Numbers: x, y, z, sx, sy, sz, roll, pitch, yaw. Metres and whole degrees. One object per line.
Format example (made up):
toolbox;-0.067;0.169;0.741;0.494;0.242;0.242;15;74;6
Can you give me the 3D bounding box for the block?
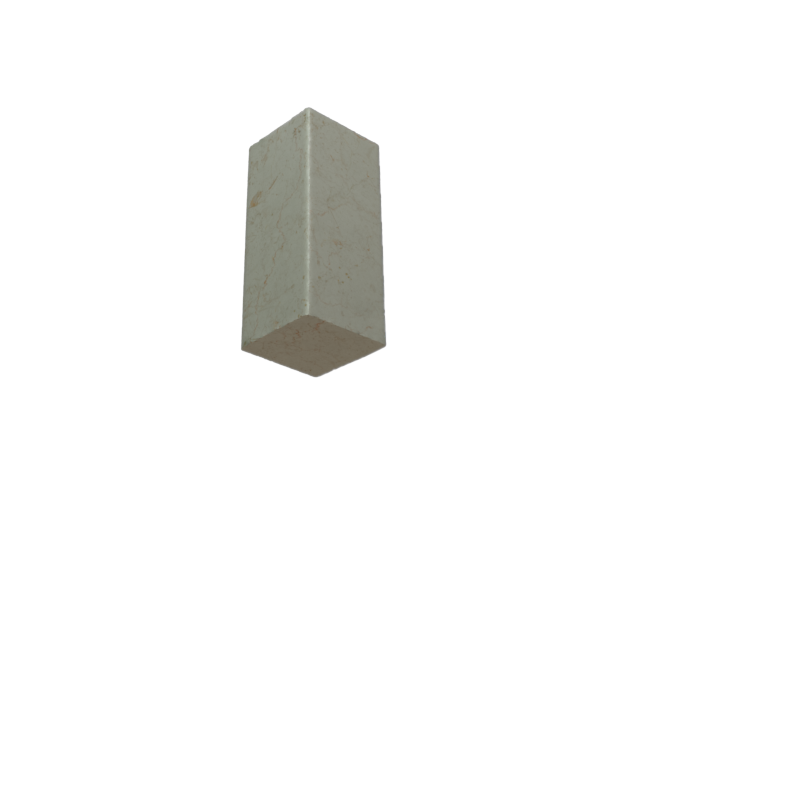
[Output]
block;-0.076;-0.139;0.974;0.085;0.219;0.090;23;-37;-38
